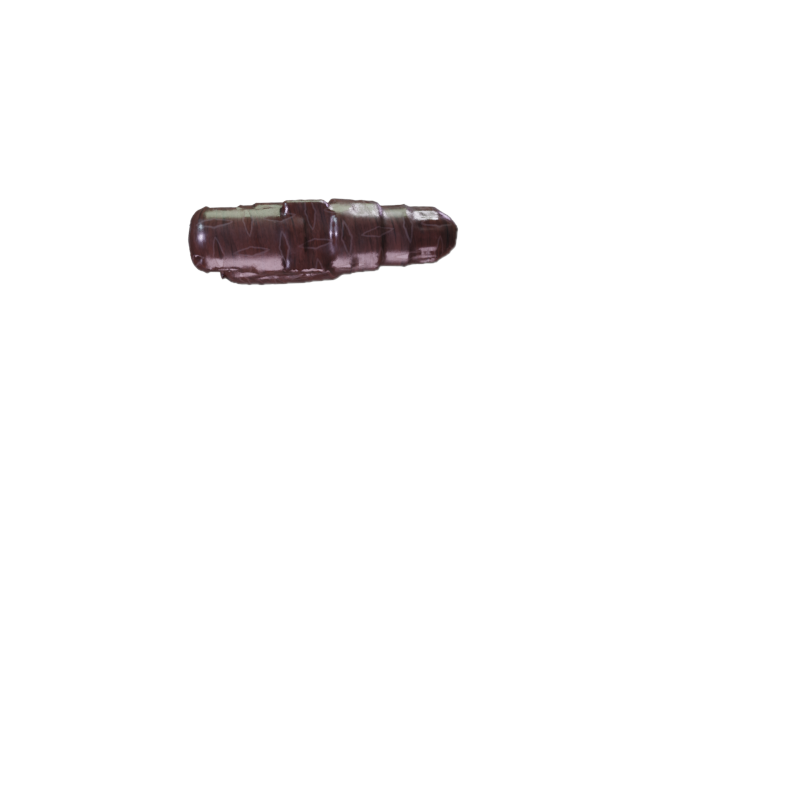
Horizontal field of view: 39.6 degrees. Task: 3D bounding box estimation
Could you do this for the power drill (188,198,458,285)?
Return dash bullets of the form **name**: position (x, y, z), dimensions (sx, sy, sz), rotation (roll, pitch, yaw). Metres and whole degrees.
- **power drill**: position (-0.065, -0.118, 0.825), dimensions (0.183, 0.058, 0.189), rotation (0, 3, -8)
